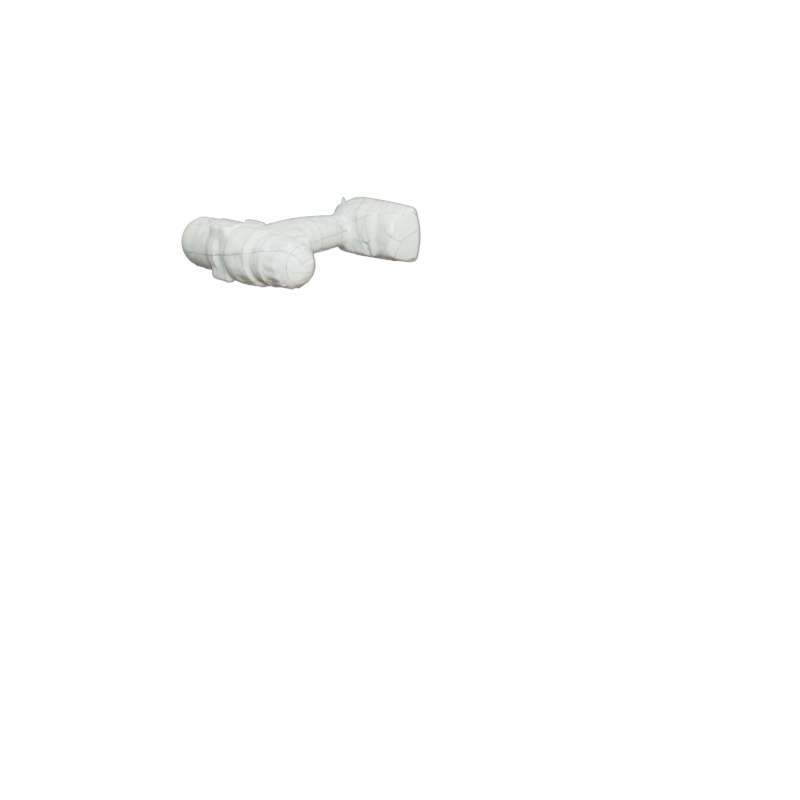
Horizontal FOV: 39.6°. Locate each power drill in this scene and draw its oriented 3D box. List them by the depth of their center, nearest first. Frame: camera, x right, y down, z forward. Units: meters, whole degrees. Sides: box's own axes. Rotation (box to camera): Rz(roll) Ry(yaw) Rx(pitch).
[{"bbox_3d":[-0.077,-0.140,0.978,0.183,0.055,0.195,-12,21,-34],"label":"power drill"}]
